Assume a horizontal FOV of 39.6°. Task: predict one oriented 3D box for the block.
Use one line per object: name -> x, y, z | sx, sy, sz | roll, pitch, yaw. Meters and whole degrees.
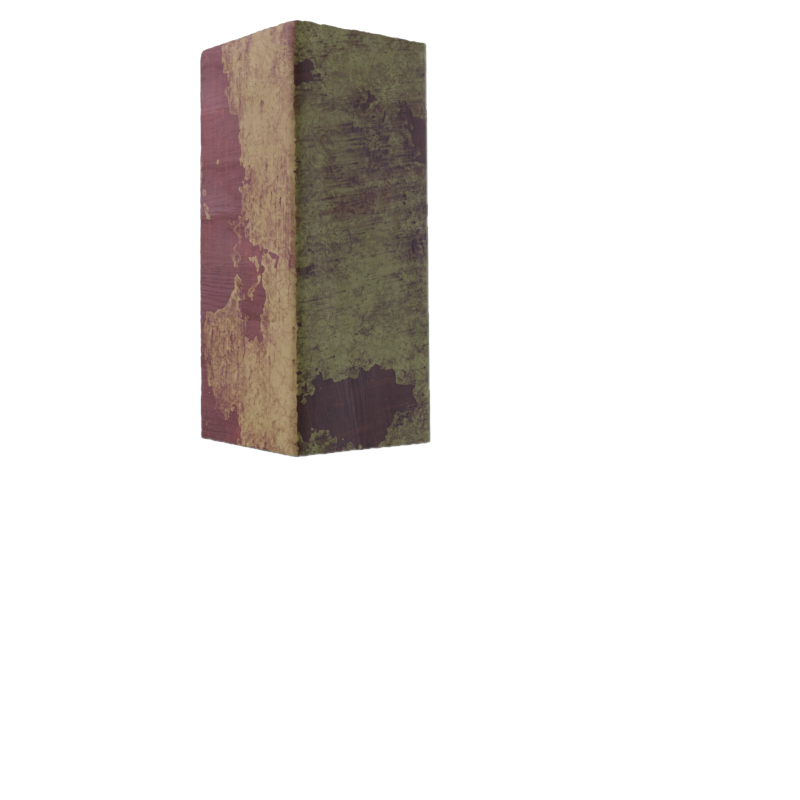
block -> -0.046, -0.083, 0.580 | 0.087, 0.207, 0.094 | 1, -2, -39
